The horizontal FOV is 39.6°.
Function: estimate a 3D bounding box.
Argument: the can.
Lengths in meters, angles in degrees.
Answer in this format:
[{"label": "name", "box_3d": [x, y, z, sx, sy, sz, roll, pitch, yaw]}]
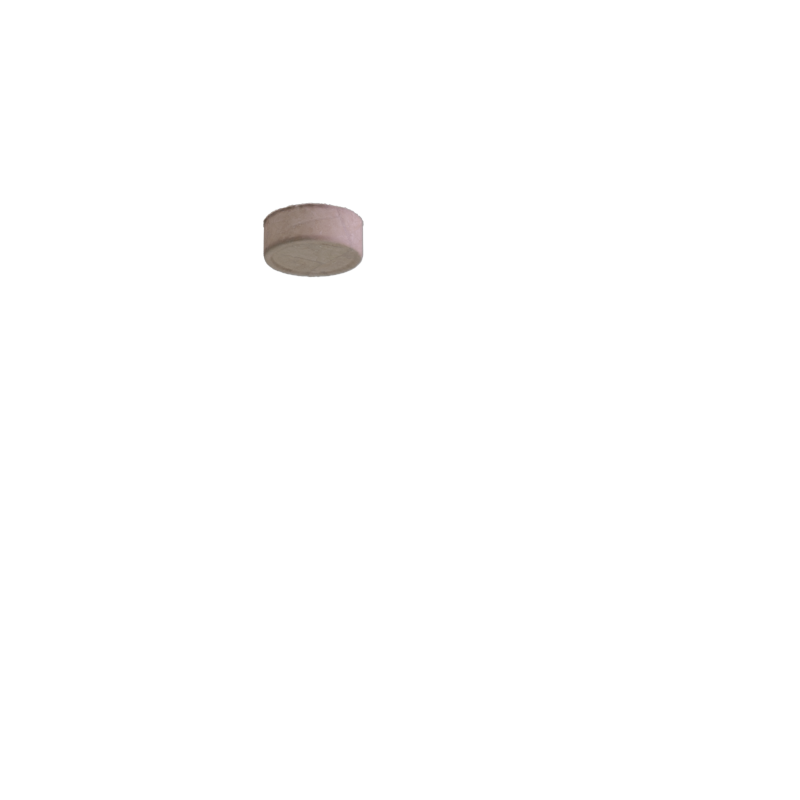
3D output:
[{"label": "can", "box_3d": [-0.073, -0.134, 0.938, 0.086, 0.035, 0.082, 0, -17, -2]}]
